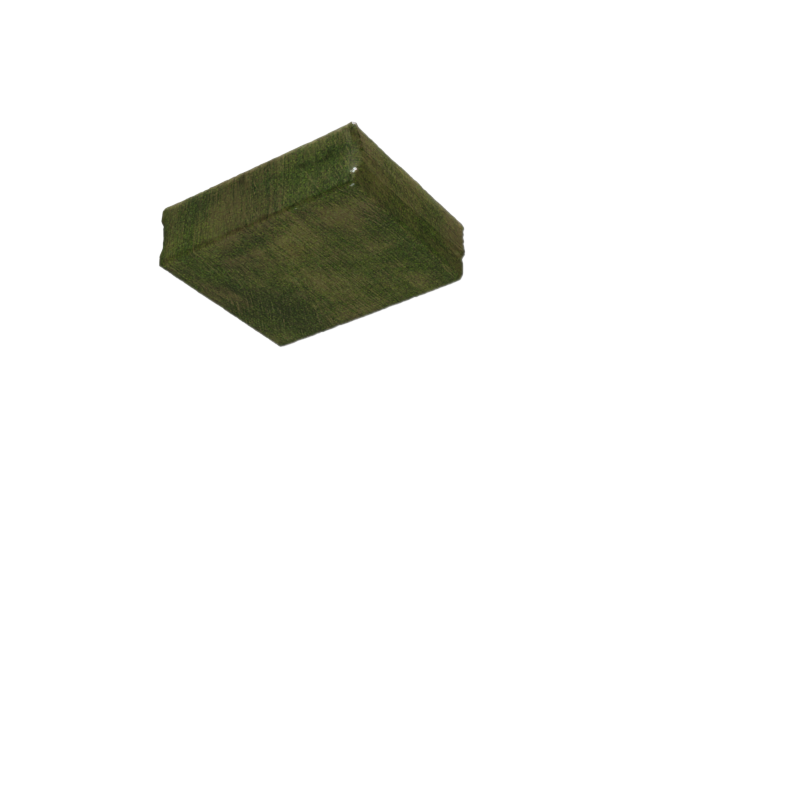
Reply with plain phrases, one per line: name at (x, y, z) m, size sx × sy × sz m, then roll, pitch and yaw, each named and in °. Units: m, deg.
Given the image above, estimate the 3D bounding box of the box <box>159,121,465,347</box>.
box at (-0.032, -0.058, 0.409) m, size 0.090 × 0.032 × 0.068 m, roll -19°, pitch -35°, yaw 29°
